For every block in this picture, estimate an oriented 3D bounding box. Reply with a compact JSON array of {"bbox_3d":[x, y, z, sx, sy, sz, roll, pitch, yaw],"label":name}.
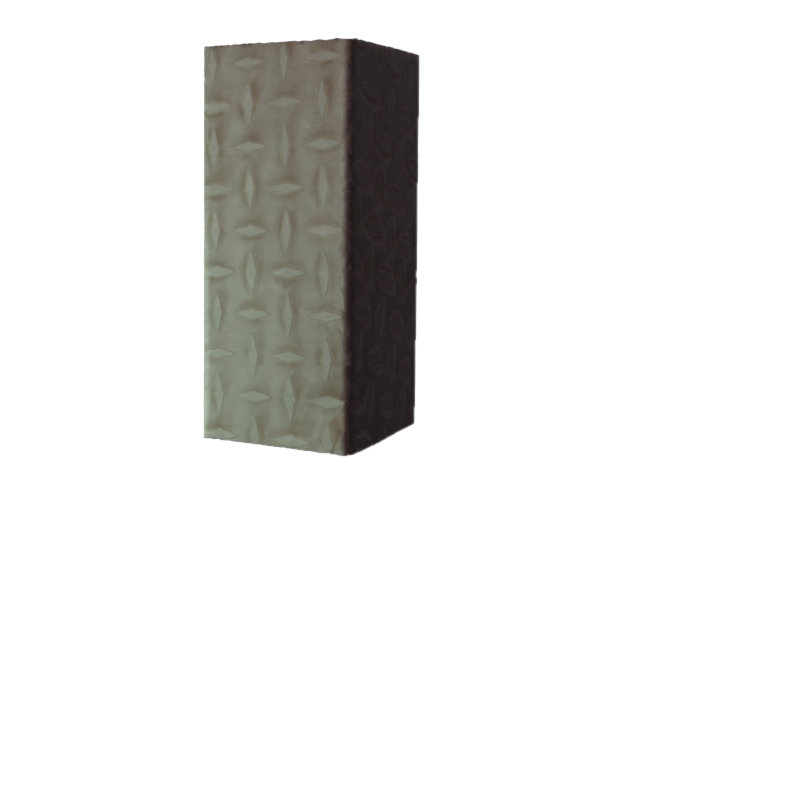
[{"bbox_3d":[-0.046,-0.086,0.600,0.094,0.204,0.088,2,5,25],"label":"block"}]
